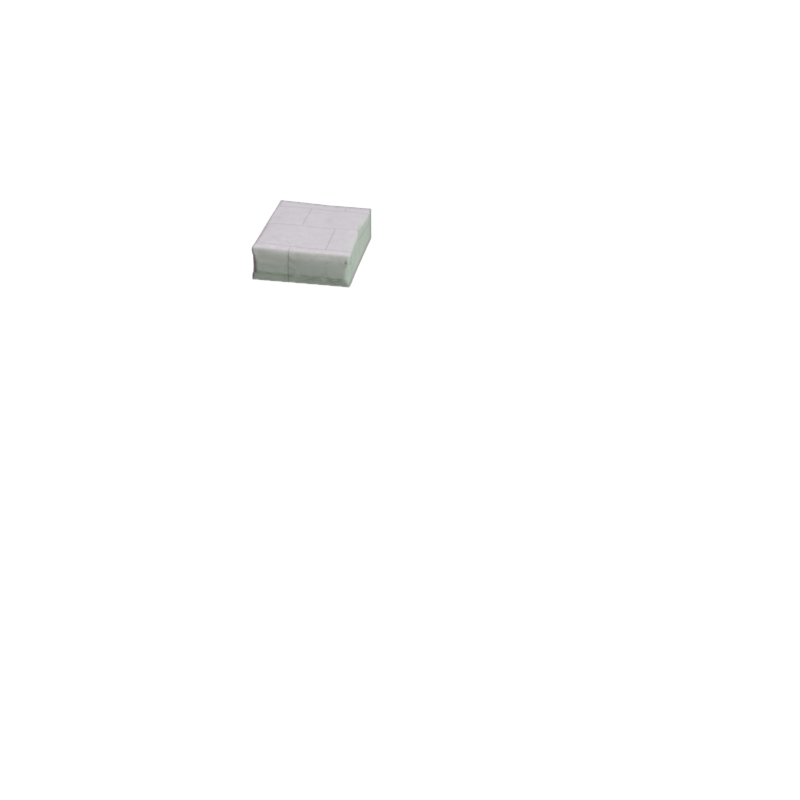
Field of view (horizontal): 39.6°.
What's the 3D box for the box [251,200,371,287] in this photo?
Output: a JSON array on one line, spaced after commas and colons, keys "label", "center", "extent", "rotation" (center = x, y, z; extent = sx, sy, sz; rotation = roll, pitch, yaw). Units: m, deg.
[{"label": "box", "center": [-0.065, -0.118, 0.826], "extent": [0.074, 0.028, 0.093], "rotation": [6, 31, 9]}]
